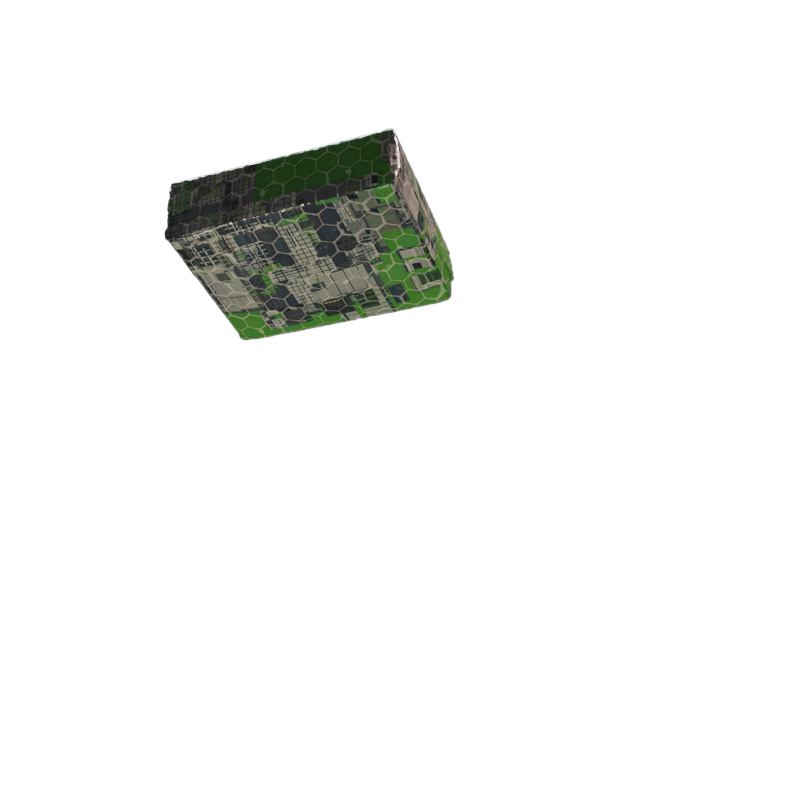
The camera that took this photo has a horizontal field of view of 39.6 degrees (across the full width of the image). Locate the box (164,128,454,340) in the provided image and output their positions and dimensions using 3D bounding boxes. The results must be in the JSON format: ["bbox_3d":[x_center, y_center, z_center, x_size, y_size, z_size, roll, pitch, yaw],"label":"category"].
[{"bbox_3d":[-0.041,-0.075,0.523,0.115,0.042,0.083,-12,-38,15],"label":"box"}]
